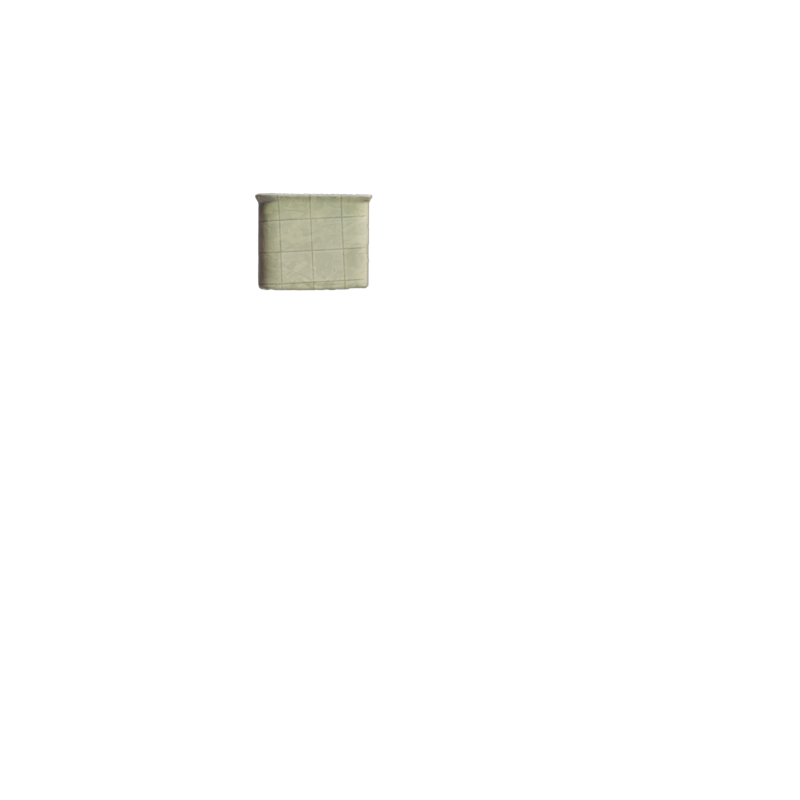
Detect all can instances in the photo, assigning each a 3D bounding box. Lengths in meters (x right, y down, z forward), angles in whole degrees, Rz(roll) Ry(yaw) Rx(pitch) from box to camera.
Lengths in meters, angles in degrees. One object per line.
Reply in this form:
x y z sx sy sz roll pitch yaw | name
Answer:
-0.077 -0.140 0.980 0.101 0.084 0.058 -1 3 -10 | can
